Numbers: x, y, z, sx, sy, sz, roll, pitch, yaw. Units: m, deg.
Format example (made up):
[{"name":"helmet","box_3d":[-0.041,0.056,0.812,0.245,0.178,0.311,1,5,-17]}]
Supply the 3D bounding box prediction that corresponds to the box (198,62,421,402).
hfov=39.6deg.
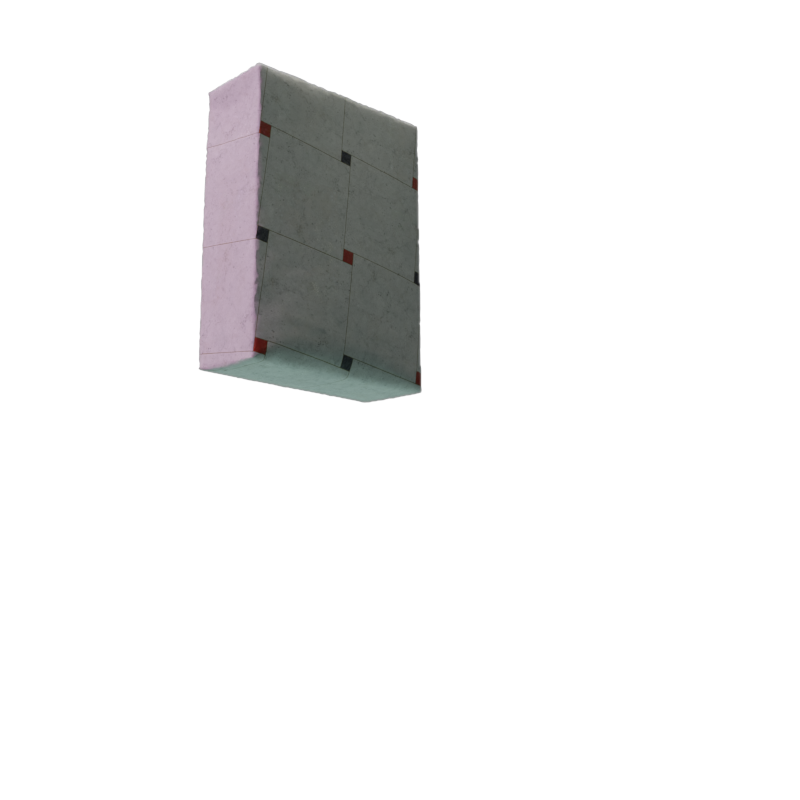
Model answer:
[{"name":"box","box_3d":[-0.063,-0.116,0.810,0.155,0.223,0.073,14,-23,-42]}]
